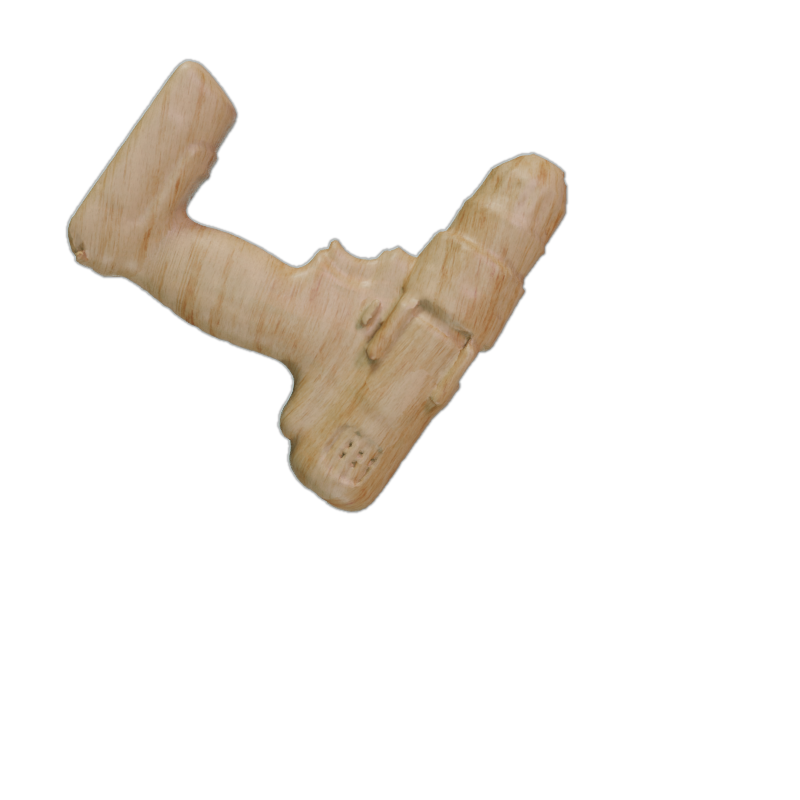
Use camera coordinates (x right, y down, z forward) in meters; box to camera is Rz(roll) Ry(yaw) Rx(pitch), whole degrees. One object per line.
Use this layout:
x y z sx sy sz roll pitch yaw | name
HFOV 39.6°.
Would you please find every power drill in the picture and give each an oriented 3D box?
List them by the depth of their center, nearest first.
-0.040 -0.072 0.505 0.190 0.186 0.056 35 -6 4 | power drill
